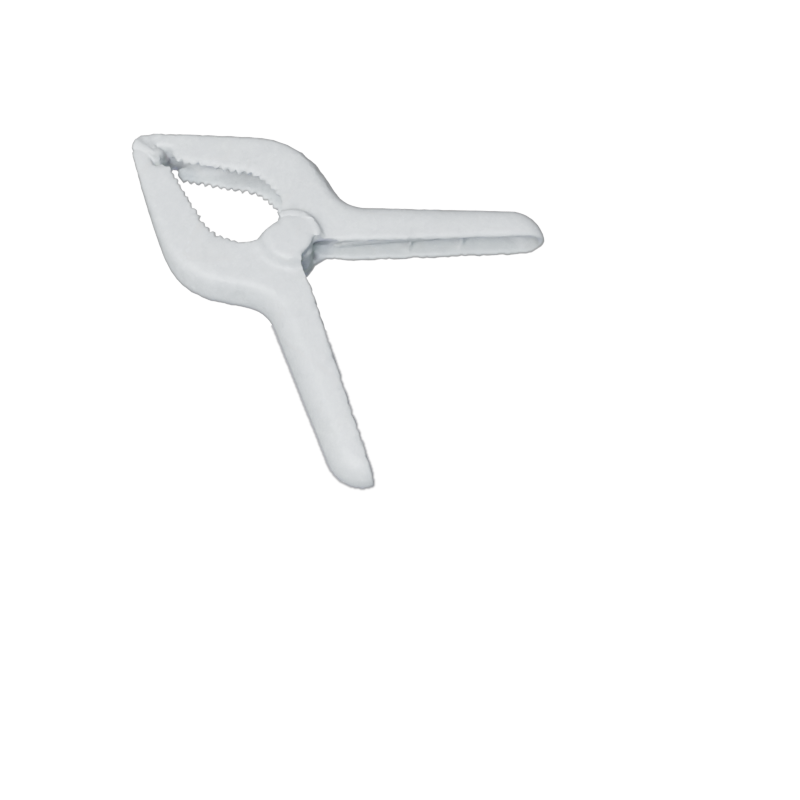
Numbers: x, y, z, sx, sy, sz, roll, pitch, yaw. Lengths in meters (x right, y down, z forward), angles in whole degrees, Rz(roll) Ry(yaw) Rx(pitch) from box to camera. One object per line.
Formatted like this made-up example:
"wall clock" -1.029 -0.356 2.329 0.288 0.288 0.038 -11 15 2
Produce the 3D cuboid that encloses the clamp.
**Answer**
"clamp" -0.044 -0.080 0.562 0.219 0.167 0.034 39 -21 17
